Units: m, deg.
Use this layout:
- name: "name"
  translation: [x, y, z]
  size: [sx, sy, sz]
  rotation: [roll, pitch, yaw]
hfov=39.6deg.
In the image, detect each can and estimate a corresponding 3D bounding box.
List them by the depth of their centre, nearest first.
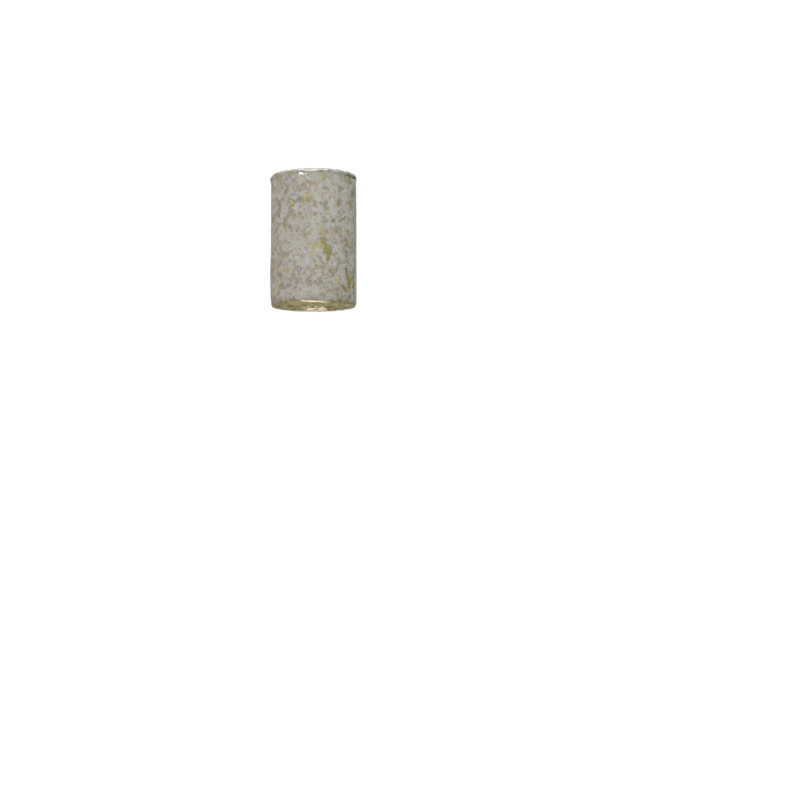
- name: "can"
  translation: [-0.067, -0.122, 0.858]
  size: [0.068, 0.105, 0.067]
  rotation: [0, -8, -2]
